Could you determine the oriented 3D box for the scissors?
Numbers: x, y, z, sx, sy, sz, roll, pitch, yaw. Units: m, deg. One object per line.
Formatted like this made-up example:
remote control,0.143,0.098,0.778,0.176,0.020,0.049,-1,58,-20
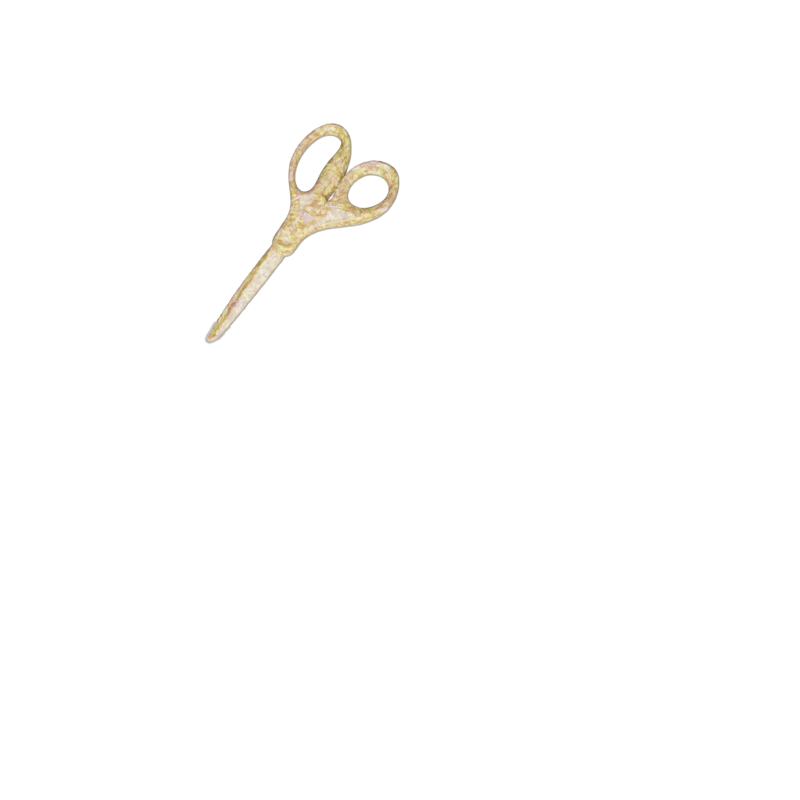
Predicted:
scissors,-0.065,-0.119,0.834,0.097,0.210,0.015,15,-23,7
